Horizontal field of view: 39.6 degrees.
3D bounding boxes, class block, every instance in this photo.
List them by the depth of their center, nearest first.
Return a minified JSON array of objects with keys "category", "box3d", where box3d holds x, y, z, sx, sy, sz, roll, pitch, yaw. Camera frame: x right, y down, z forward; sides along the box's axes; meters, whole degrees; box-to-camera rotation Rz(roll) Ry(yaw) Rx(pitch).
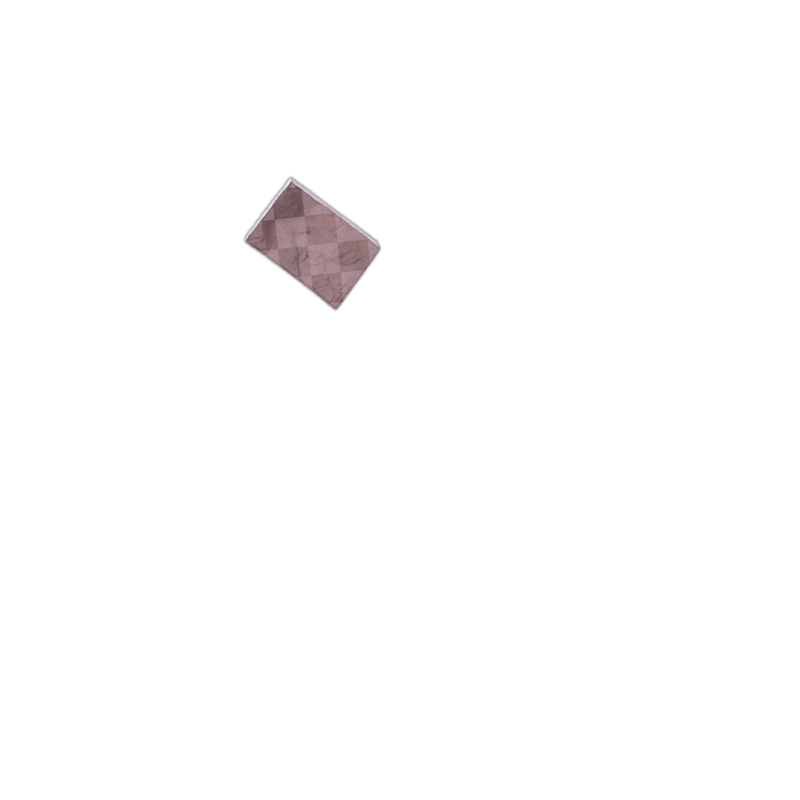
[{"category":"block","box3d":[-0.059,-0.108,0.754,0.077,0.052,0.052,37,6,-6]}]
